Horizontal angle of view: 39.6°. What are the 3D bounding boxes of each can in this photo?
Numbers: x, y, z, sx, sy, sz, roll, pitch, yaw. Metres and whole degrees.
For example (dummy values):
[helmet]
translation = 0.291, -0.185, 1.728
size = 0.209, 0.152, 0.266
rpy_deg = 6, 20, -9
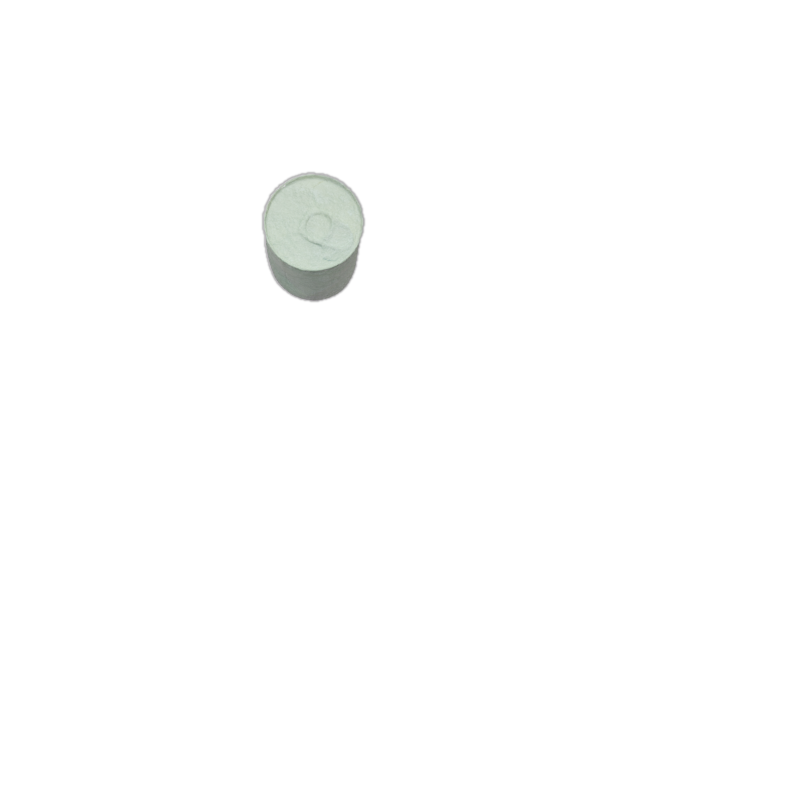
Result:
[can]
translation = -0.062, -0.113, 0.791
size = 0.068, 0.071, 0.099
rpy_deg = 0, -10, -3
